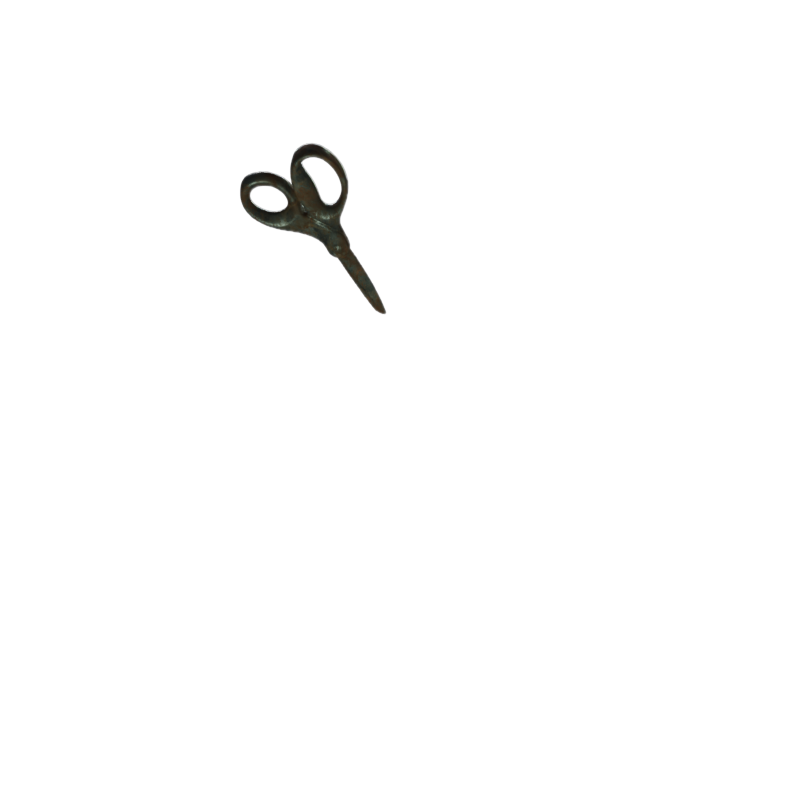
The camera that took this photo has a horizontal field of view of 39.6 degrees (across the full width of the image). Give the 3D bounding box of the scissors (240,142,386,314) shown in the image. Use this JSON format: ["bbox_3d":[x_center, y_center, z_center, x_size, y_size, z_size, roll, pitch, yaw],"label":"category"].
[{"bbox_3d":[-0.072,-0.132,0.924,0.097,0.017,0.186,-5,-41,6],"label":"scissors"}]
